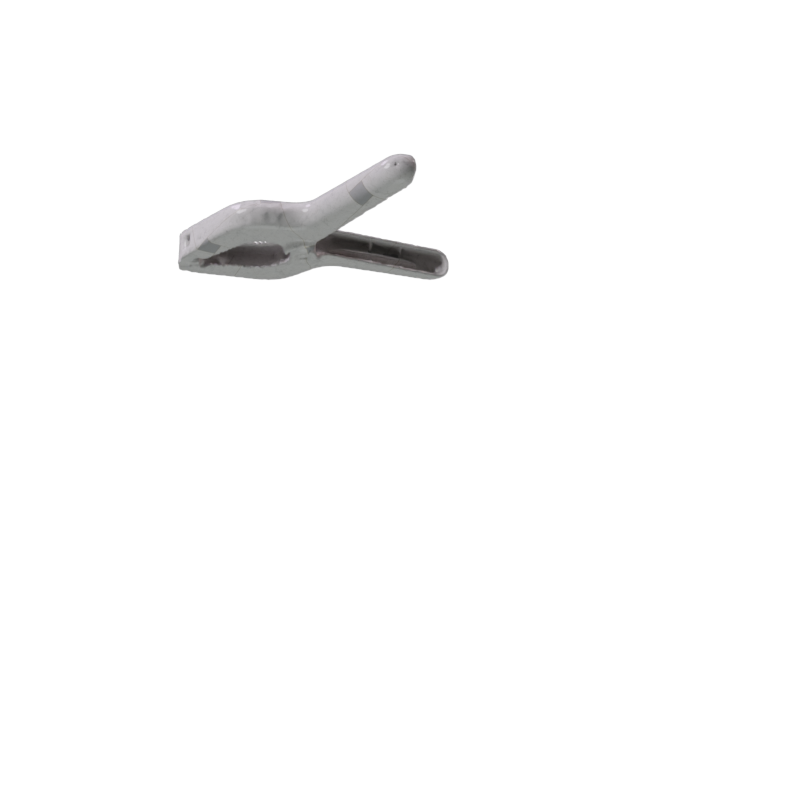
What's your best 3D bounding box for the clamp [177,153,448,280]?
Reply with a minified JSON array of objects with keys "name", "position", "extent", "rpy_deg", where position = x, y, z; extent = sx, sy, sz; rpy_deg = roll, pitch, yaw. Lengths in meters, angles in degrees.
[{"name":"clamp","position":[-0.067,-0.122,0.858],"extent":[0.213,0.038,0.153],"rpy_deg":[-8,-25,18]}]
